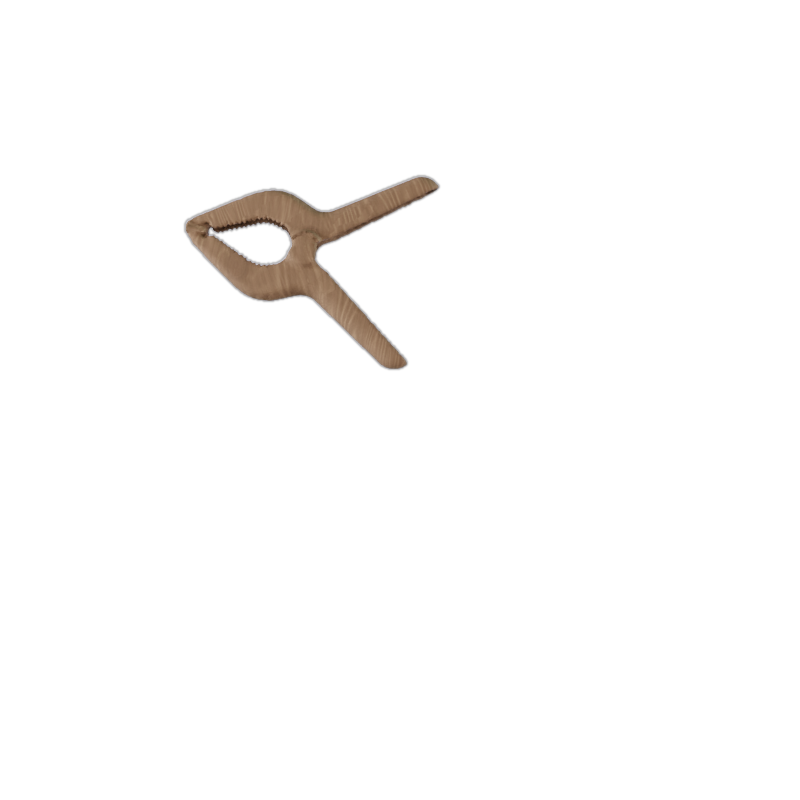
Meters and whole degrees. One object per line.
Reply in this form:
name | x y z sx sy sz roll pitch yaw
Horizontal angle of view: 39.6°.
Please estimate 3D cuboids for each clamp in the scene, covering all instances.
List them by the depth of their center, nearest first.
clamp | -0.073 -0.133 0.929 0.212 0.168 0.035 17 -12 4
